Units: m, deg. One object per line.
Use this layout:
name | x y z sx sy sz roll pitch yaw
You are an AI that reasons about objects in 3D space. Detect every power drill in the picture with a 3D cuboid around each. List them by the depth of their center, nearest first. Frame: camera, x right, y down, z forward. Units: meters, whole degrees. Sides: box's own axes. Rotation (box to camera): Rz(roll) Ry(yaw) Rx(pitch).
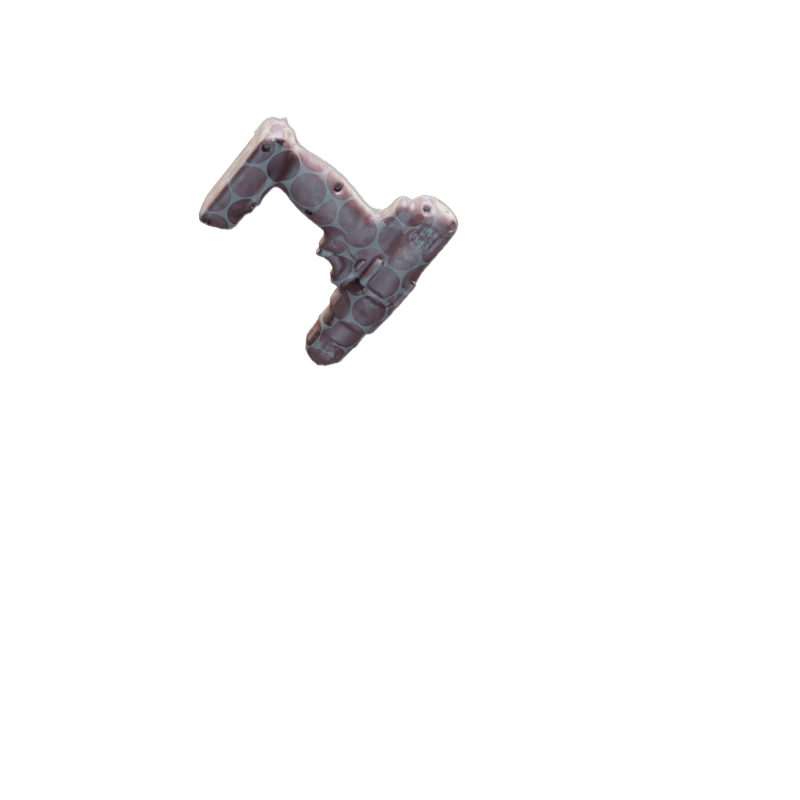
power drill | -0.073 -0.134 0.937 0.181 0.181 0.061 34 21 -16
